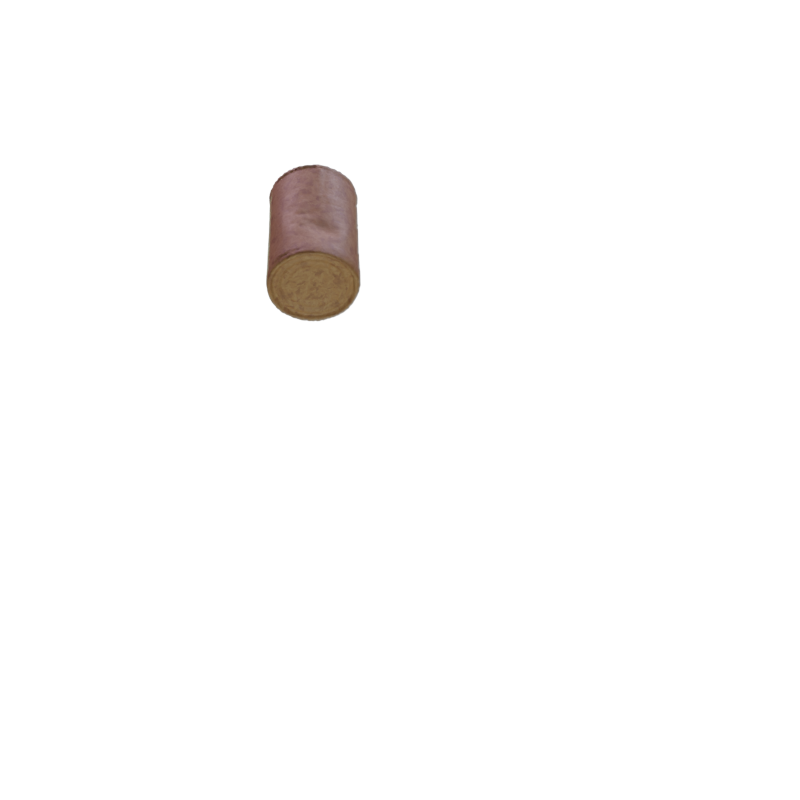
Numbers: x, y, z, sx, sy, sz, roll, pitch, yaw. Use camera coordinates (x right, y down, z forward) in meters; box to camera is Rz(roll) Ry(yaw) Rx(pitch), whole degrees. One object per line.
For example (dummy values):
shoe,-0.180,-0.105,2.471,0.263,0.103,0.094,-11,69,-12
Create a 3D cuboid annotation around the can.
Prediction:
can,-0.064,-0.116,0.815,0.068,0.064,0.110,-1,44,-3
